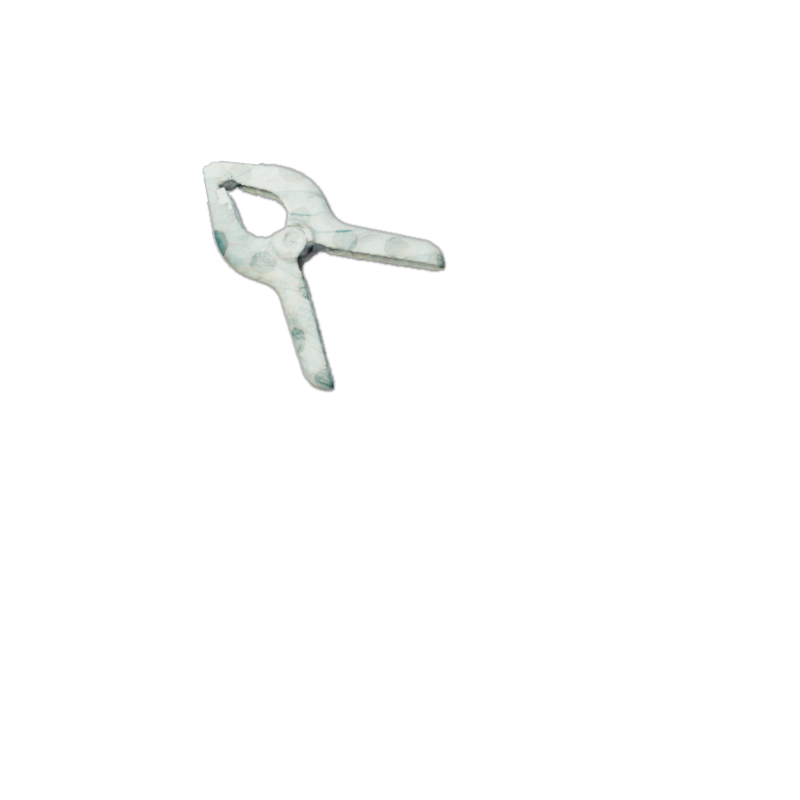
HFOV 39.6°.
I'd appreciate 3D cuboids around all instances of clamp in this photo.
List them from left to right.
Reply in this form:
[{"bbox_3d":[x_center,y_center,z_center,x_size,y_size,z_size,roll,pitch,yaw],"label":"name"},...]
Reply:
[{"bbox_3d":[-0.058,-0.105,0.738,0.120,0.177,0.038,-37,-12,-10],"label":"clamp"}]
